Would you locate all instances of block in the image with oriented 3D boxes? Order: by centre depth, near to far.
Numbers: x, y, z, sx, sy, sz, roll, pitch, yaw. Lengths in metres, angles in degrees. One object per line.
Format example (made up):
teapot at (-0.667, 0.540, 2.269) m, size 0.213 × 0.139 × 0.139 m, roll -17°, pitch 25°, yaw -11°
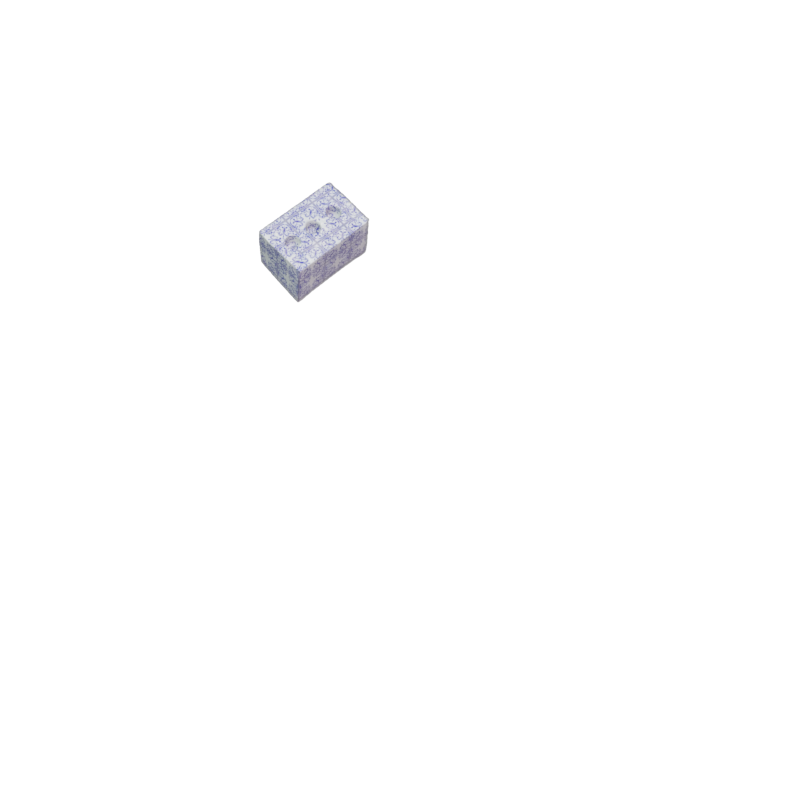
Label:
block at (-0.072, -0.132, 0.923) m, size 0.079 × 0.055 × 0.048 m, roll -39°, pitch -19°, yaw -19°
